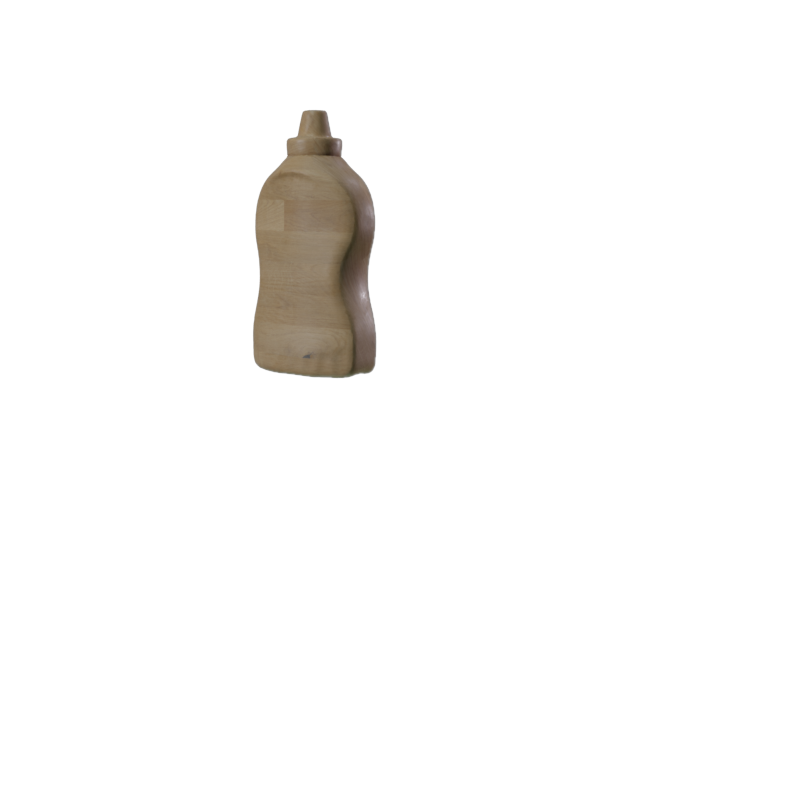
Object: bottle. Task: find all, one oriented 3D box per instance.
[{"bbox_3d":[-0.063,-0.116,0.814,0.100,0.191,0.056,3,4,39],"label":"bottle"}]
